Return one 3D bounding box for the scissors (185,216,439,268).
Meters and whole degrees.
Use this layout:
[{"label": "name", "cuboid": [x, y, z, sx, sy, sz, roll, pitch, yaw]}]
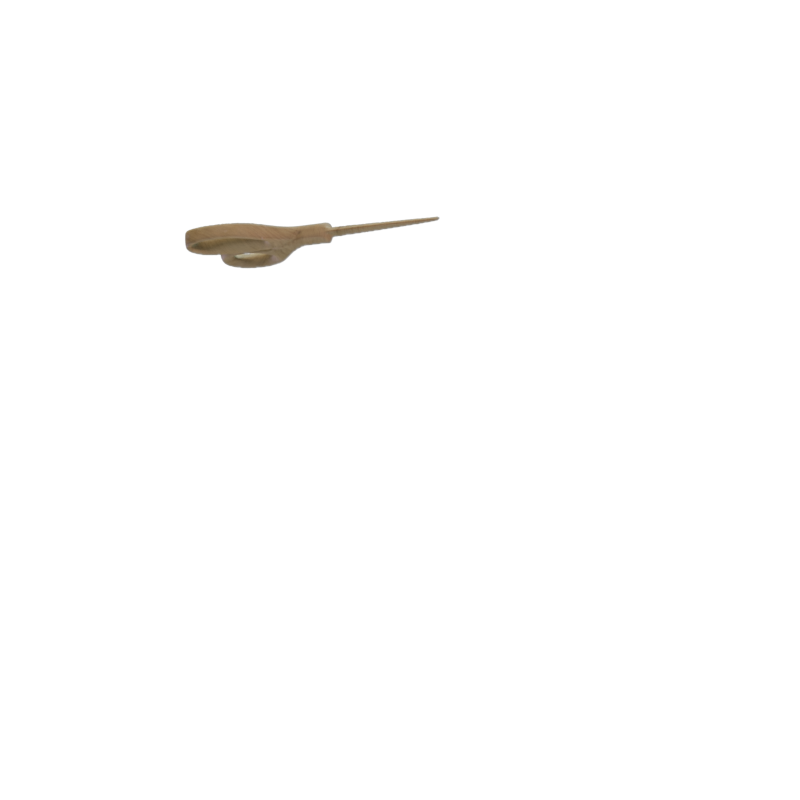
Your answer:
[{"label": "scissors", "cuboid": [-0.069, -0.126, 0.885, 0.203, 0.016, 0.092, -1, -10, 6]}]
